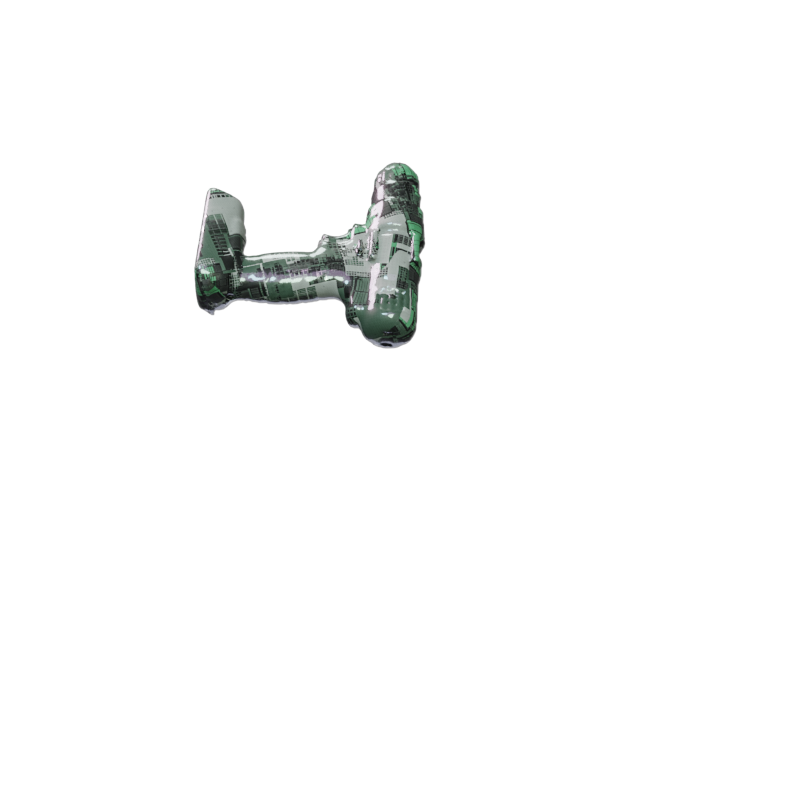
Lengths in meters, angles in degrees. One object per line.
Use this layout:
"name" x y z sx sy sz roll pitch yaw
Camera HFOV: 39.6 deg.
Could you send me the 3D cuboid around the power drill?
"power drill" -0.073 -0.133 0.933 0.188 0.197 0.053 3 -37 2
